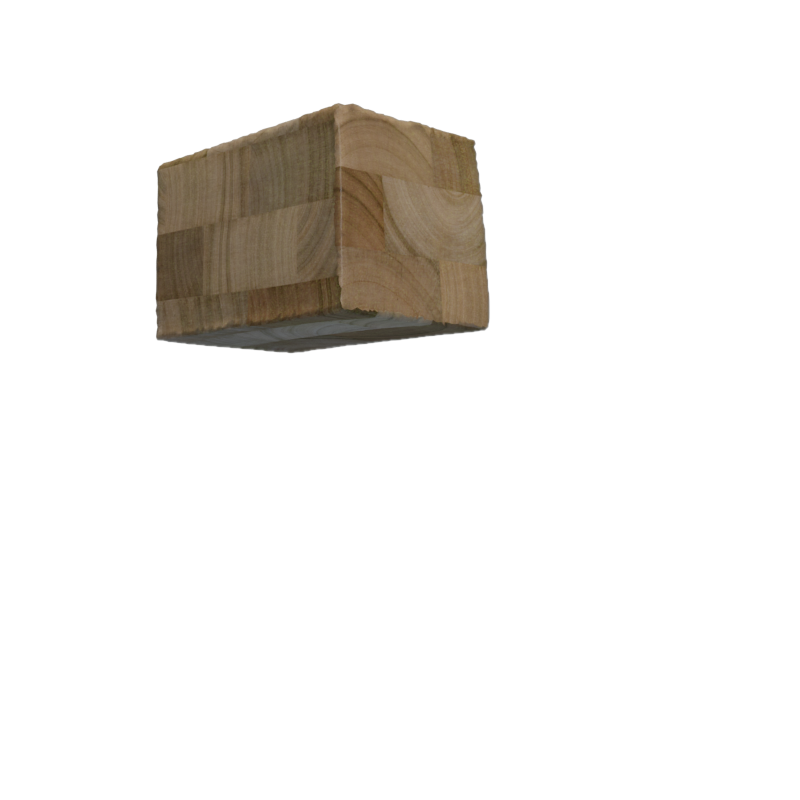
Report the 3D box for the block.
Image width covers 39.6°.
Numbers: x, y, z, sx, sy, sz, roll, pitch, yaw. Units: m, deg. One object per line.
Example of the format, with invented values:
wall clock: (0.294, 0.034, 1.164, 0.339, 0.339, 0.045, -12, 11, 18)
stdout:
block: (-0.023, -0.042, 0.297, 0.080, 0.052, 0.050, -6, -9, 44)
